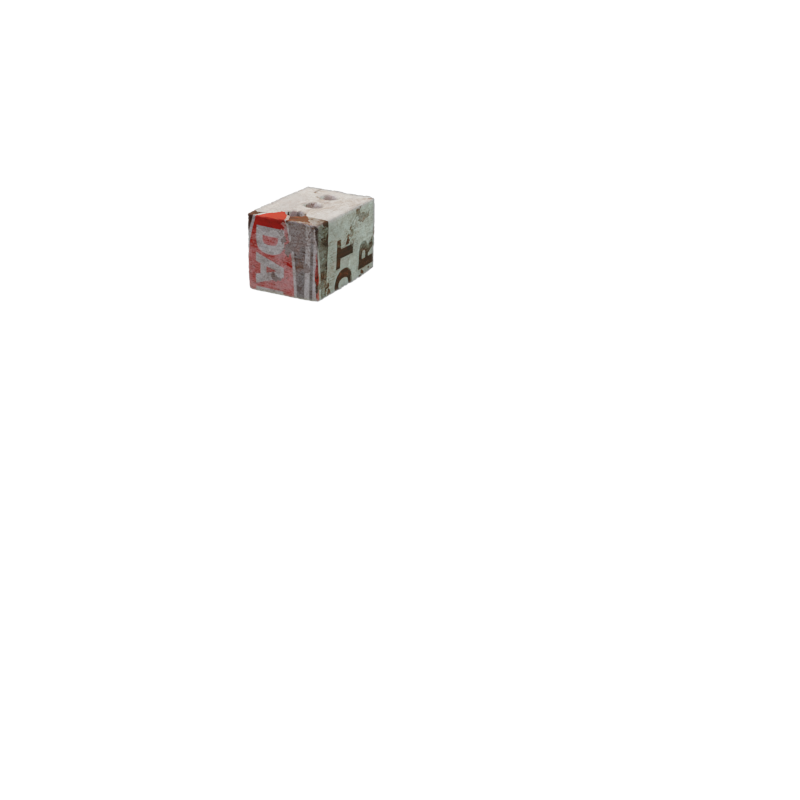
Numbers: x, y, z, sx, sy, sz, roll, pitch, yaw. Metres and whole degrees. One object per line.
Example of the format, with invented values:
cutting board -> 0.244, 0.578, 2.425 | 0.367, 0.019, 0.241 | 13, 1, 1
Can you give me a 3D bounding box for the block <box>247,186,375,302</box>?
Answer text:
block -> -0.056, -0.103, 0.719 | 0.055, 0.049, 0.078 | 11, 25, 24
